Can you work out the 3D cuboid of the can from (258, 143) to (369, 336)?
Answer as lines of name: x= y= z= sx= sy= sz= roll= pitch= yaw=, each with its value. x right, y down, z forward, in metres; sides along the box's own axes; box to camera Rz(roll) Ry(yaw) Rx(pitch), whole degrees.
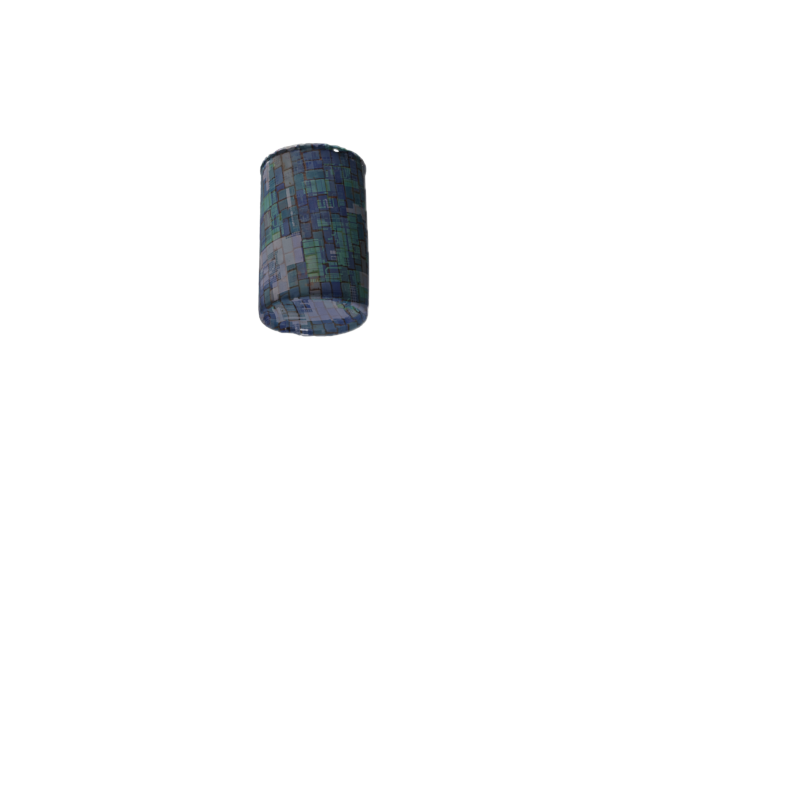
can: x=-0.054 y=-0.098 z=0.684 sx=0.068 sy=0.108 sz=0.065 roll=0 pitch=-22 yaw=-2
